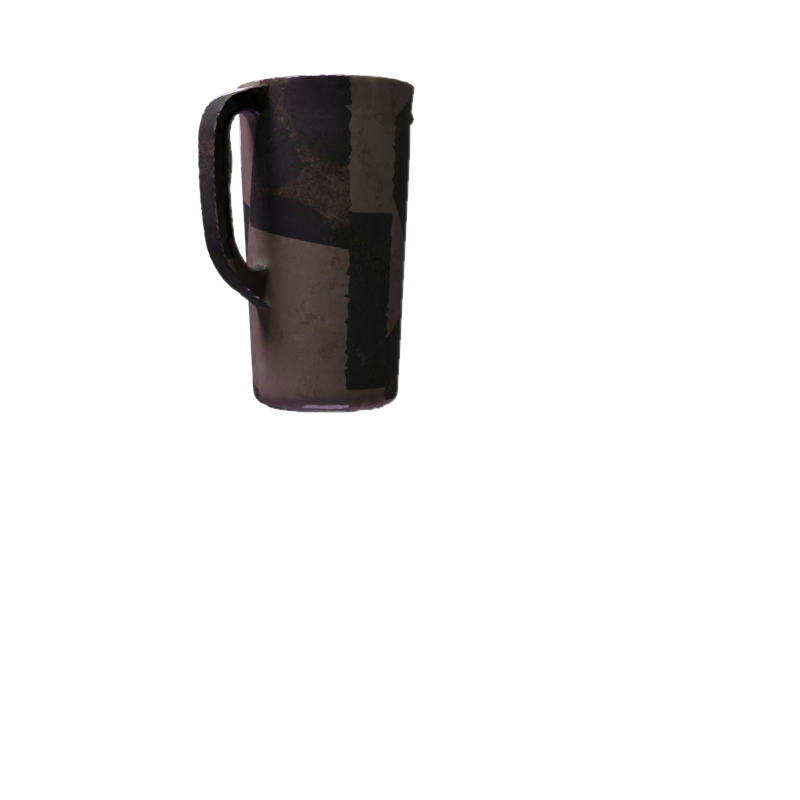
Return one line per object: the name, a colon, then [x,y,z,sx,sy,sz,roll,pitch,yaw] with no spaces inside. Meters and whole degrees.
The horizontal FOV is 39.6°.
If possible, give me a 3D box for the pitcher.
pitcher: [-0.064,-0.117,0.819,0.150,0.243,0.144,0,1,4]
